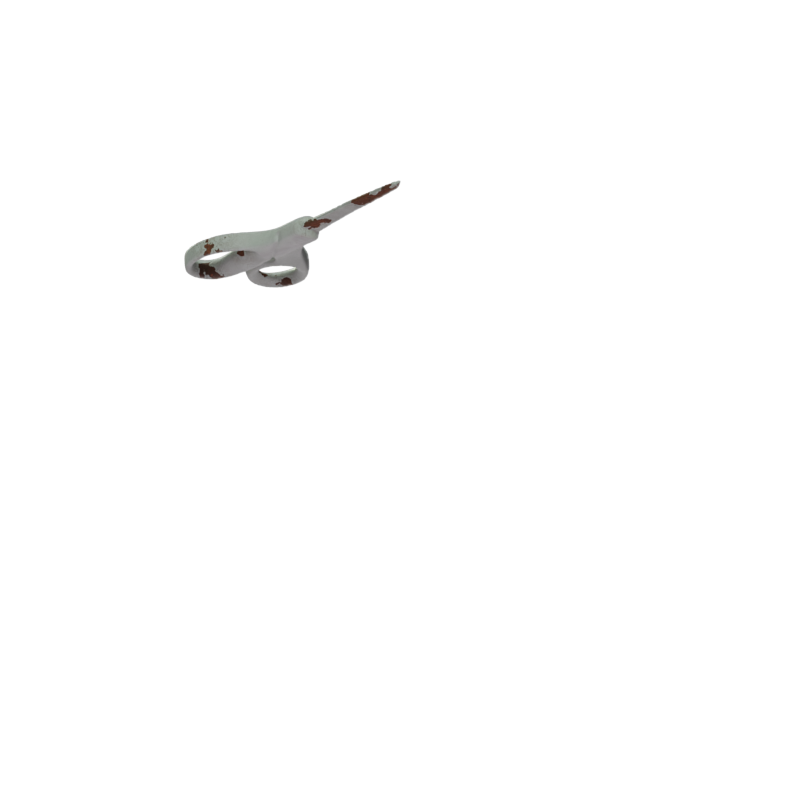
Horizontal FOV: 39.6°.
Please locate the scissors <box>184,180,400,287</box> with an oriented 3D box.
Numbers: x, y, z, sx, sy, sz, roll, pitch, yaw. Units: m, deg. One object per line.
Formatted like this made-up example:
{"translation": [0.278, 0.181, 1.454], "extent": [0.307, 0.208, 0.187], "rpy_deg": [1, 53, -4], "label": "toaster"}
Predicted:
{"translation": [-0.058, -0.106, 0.746], "extent": [0.206, 0.016, 0.090], "rpy_deg": [-9, -16, 35], "label": "scissors"}
